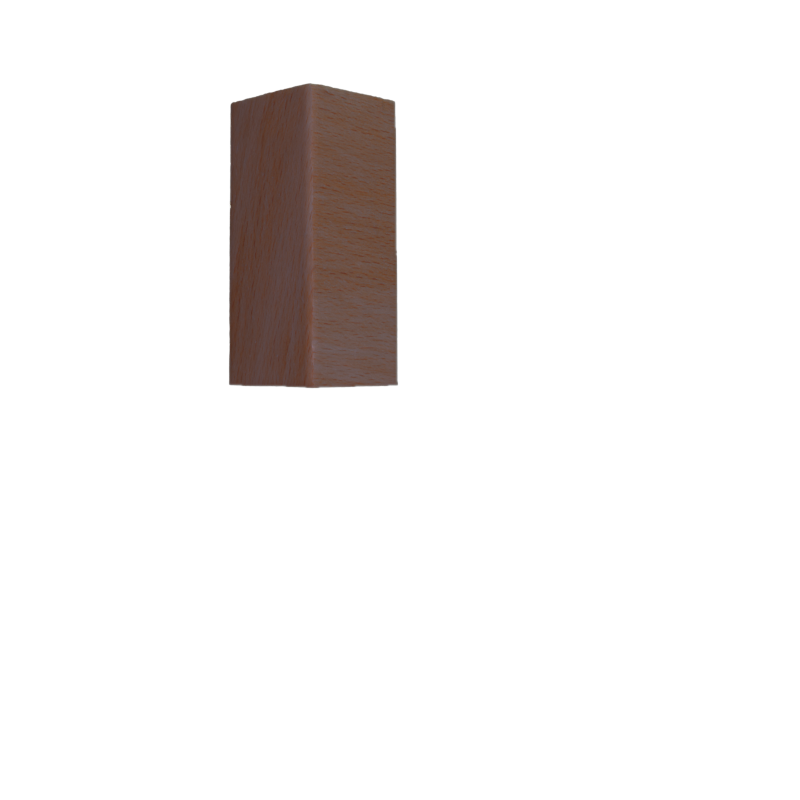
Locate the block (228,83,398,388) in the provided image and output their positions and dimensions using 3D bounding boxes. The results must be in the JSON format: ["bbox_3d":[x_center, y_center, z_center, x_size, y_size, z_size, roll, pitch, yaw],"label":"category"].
[{"bbox_3d":[-0.062,-0.114,0.800,0.093,0.209,0.087,-5,-6,44],"label":"block"}]
